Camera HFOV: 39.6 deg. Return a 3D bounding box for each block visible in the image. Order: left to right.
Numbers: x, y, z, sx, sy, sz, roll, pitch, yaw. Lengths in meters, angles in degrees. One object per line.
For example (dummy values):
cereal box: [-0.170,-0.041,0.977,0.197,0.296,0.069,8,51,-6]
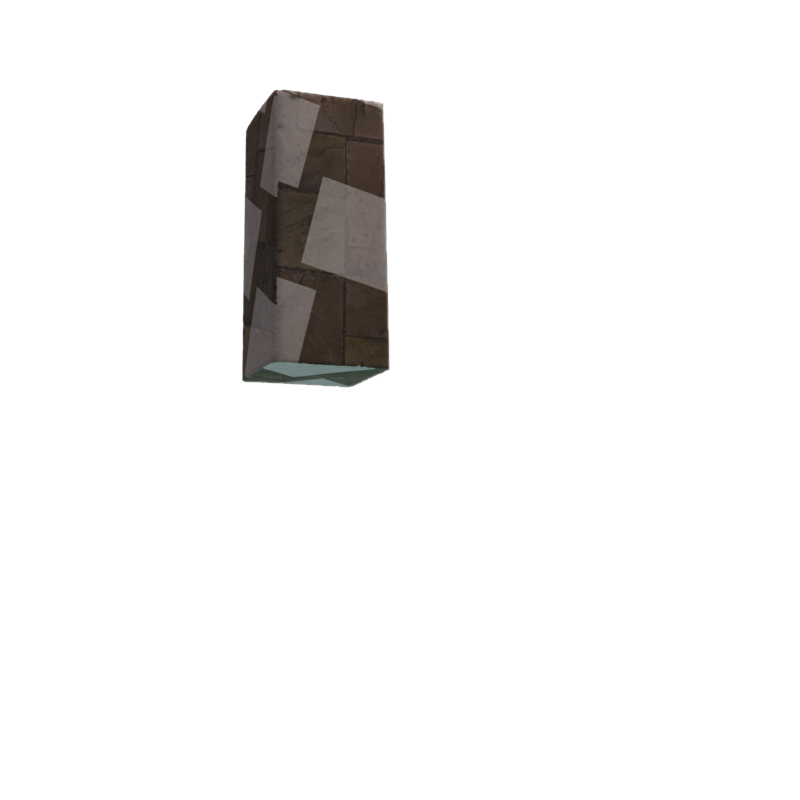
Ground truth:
block: [-0.066,-0.121,0.846,0.088,0.214,0.089,5,-16,-20]
